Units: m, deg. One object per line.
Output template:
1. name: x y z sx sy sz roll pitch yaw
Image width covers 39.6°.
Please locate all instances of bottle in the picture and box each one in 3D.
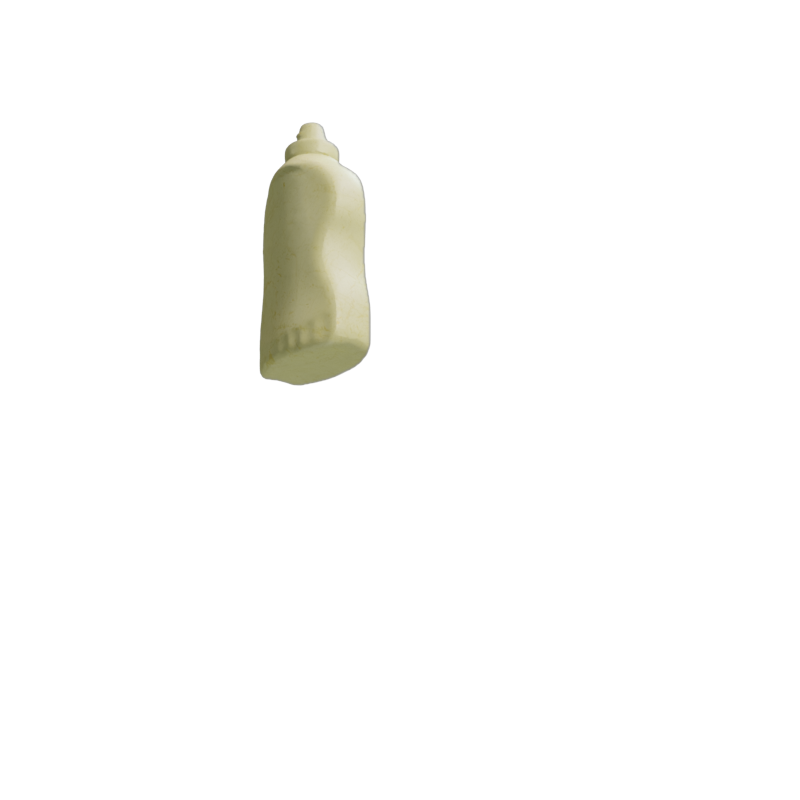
1. bottle: -0.063 -0.114 0.799 0.056 0.202 0.095 15 -28 -32
